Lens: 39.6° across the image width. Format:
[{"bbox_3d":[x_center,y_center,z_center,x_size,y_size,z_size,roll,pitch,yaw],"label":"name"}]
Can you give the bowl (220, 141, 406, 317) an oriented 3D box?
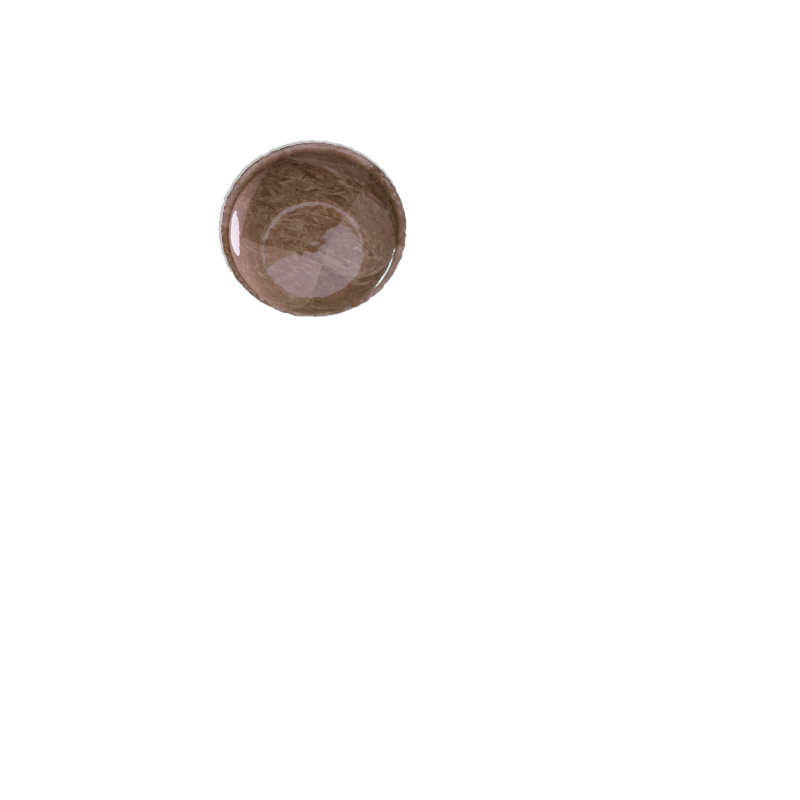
[{"bbox_3d":[-0.073,-0.134,0.938,0.162,0.155,0.058,1,22,-1],"label":"bowl"}]
